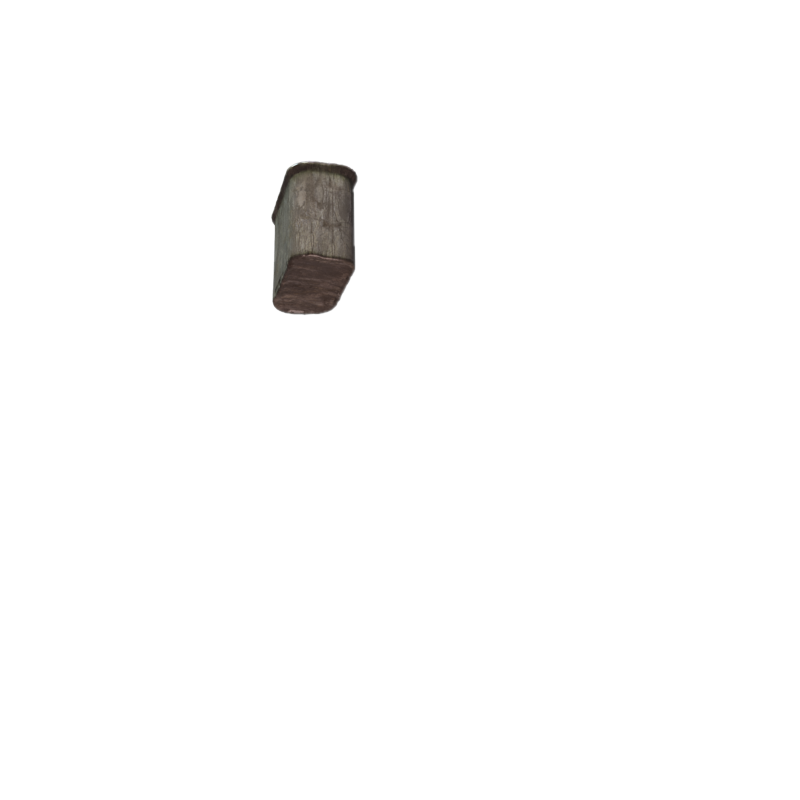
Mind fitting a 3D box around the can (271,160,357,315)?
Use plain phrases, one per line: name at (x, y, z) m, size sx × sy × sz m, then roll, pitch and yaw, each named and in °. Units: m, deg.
can at (-0.069, -0.125, 0.875) m, size 0.056 × 0.089 × 0.098 m, roll 6°, pitch -27°, yaw -14°
